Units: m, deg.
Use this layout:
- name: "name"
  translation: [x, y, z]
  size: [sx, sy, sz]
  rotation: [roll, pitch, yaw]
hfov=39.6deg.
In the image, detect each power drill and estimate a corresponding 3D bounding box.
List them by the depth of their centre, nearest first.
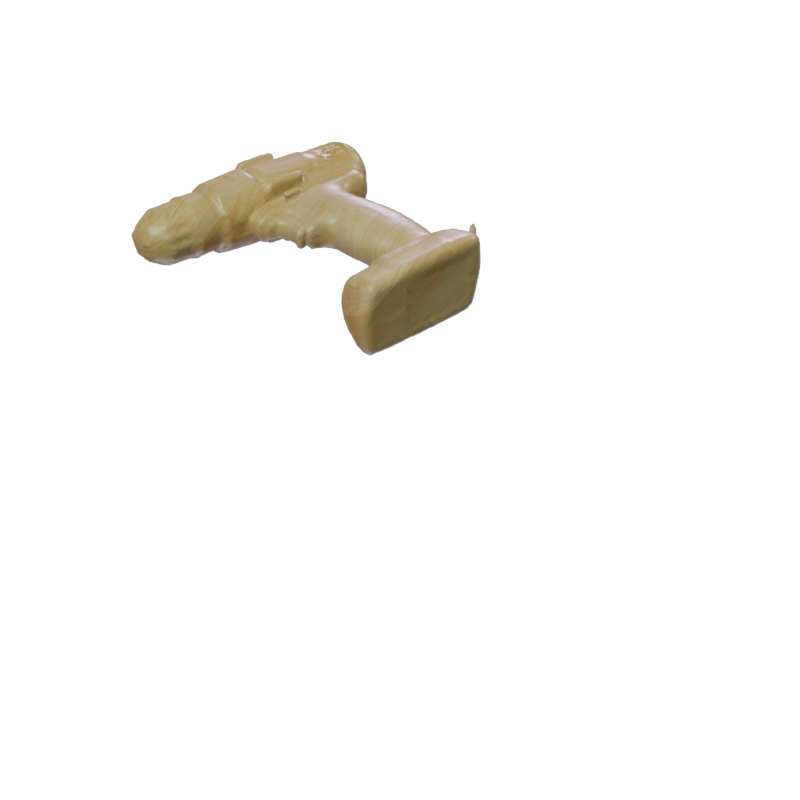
- name: "power drill"
  translation: [-0.057, -0.103, 0.724]
  size: [0.184, 0.054, 0.201]
  rotation: [-27, 46, -31]
